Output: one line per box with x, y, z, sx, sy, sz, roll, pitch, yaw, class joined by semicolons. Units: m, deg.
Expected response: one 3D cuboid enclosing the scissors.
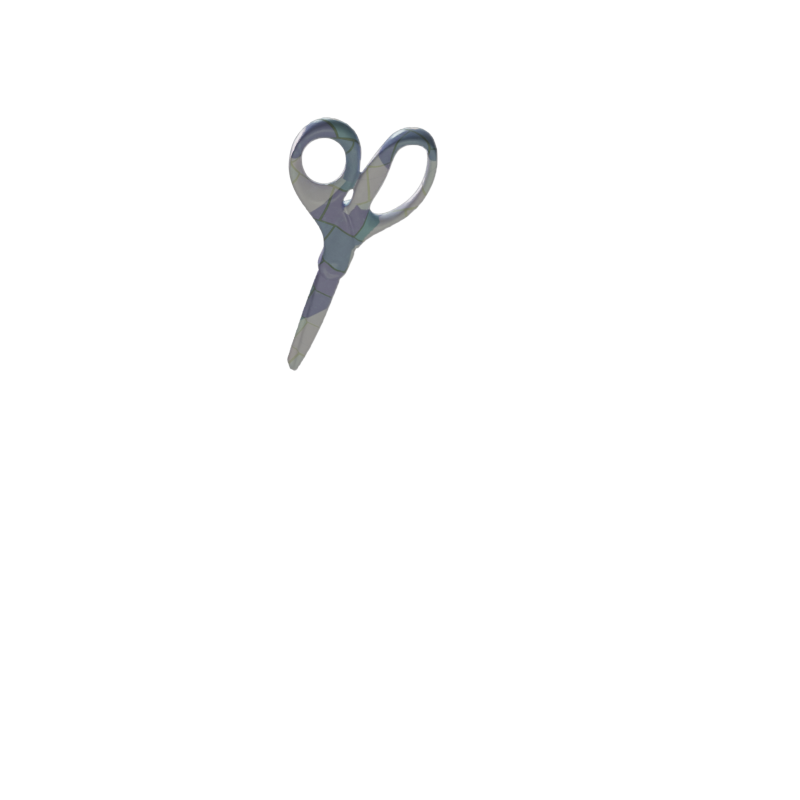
-0.054;-0.099;0.693;0.092;0.017;0.196;28;-55;-22;scissors
